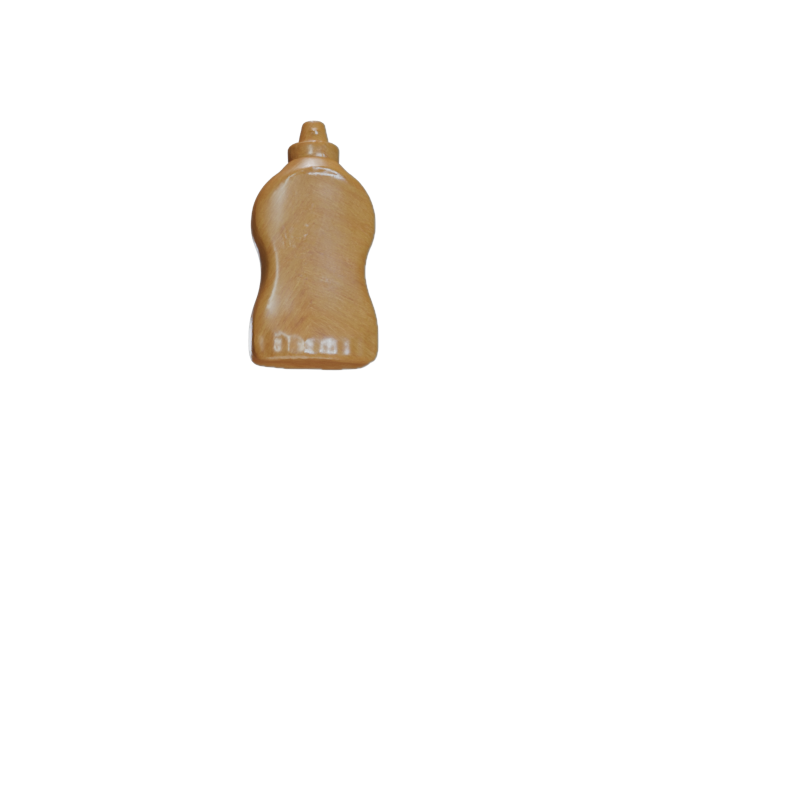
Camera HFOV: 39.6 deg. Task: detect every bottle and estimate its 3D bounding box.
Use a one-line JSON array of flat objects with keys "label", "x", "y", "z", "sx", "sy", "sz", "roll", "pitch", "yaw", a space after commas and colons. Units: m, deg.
[{"label": "bottle", "x": -0.067, "y": -0.122, "z": 0.852, "sx": 0.095, "sy": 0.198, "sz": 0.057, "roll": 1, "pitch": -14, "yaw": -10}]
